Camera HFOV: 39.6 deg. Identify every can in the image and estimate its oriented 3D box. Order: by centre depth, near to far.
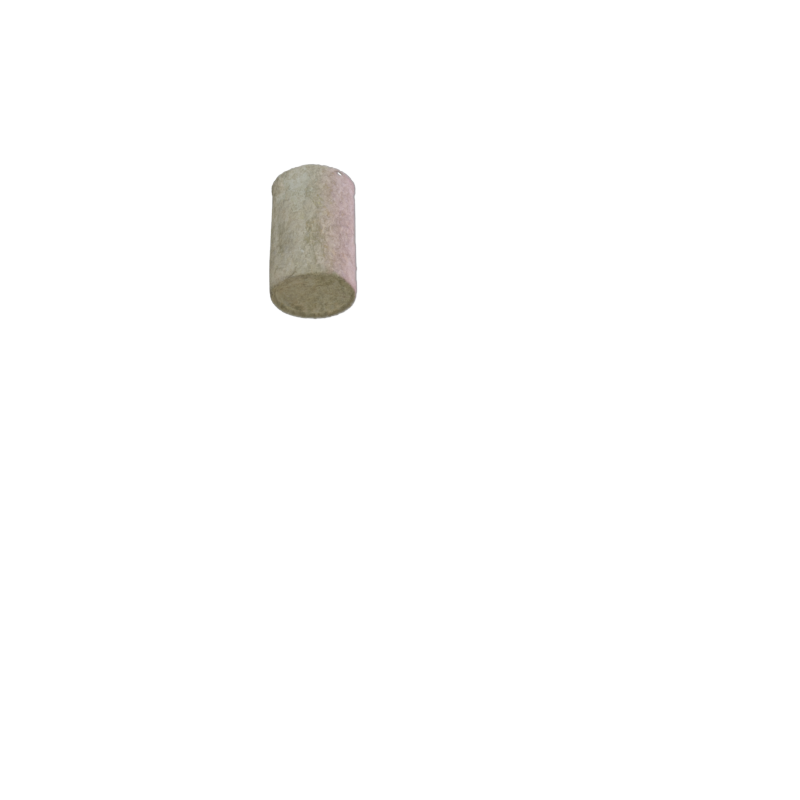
[{"bbox_3d":[-0.068,-0.123,0.863,0.068,0.109,0.064,-1,-32,-2],"label":"can"}]
